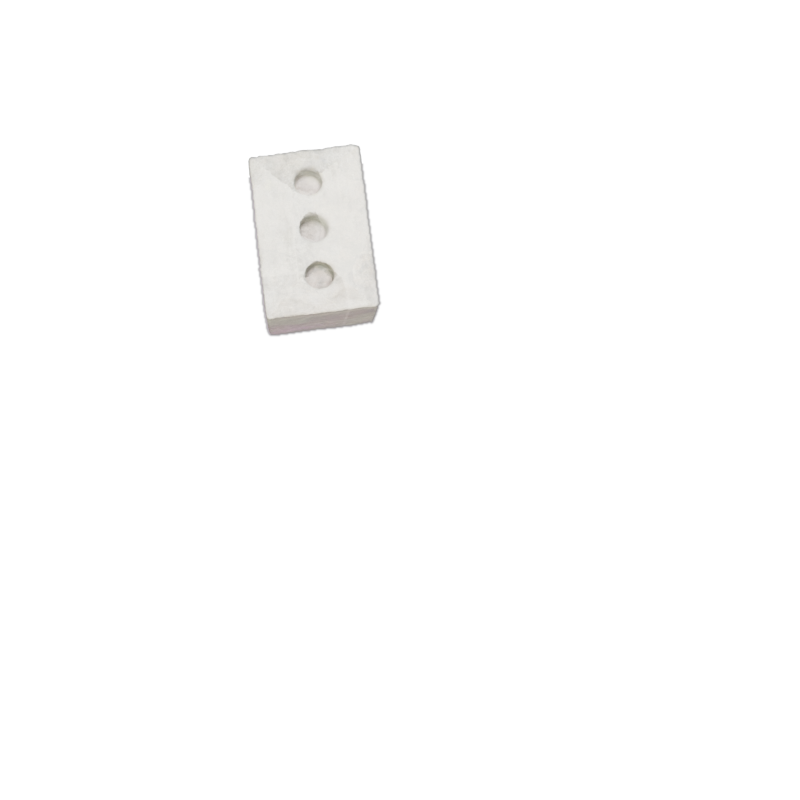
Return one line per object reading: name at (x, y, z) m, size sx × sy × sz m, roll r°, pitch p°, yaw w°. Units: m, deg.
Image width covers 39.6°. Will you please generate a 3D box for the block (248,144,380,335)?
block at (-0.041, -0.074, 0.519) m, size 0.052 × 0.081 × 0.050 m, roll -7°, pitch -12°, yaw -4°
